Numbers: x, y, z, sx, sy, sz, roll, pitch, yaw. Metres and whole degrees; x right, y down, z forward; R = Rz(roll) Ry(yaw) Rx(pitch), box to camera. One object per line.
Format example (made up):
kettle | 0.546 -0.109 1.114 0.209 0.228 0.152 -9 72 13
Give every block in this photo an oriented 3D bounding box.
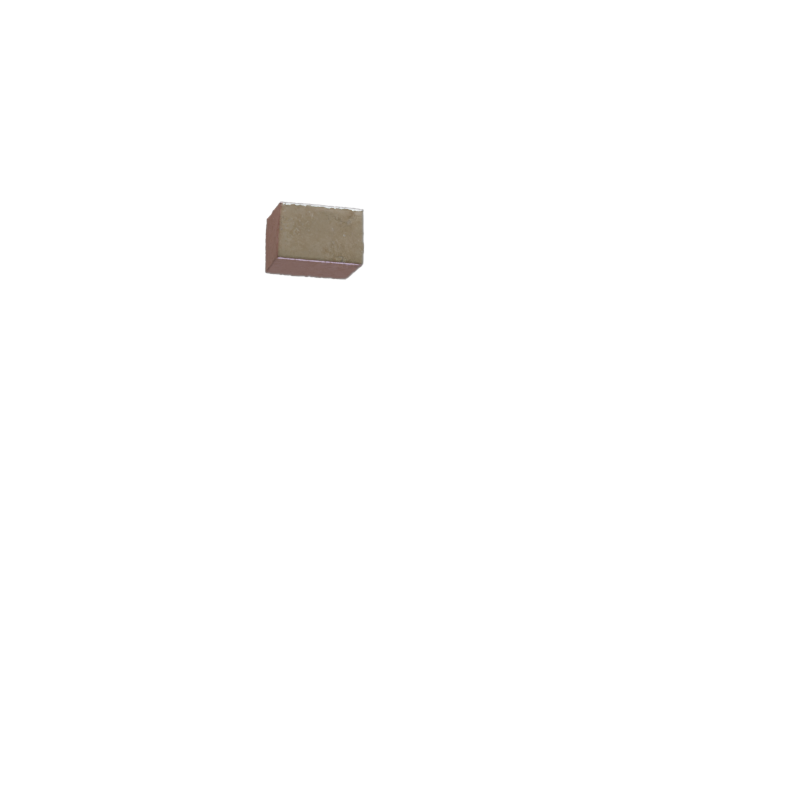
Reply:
block | -0.076 -0.138 0.968 0.076 0.053 0.052 3 -14 -17
